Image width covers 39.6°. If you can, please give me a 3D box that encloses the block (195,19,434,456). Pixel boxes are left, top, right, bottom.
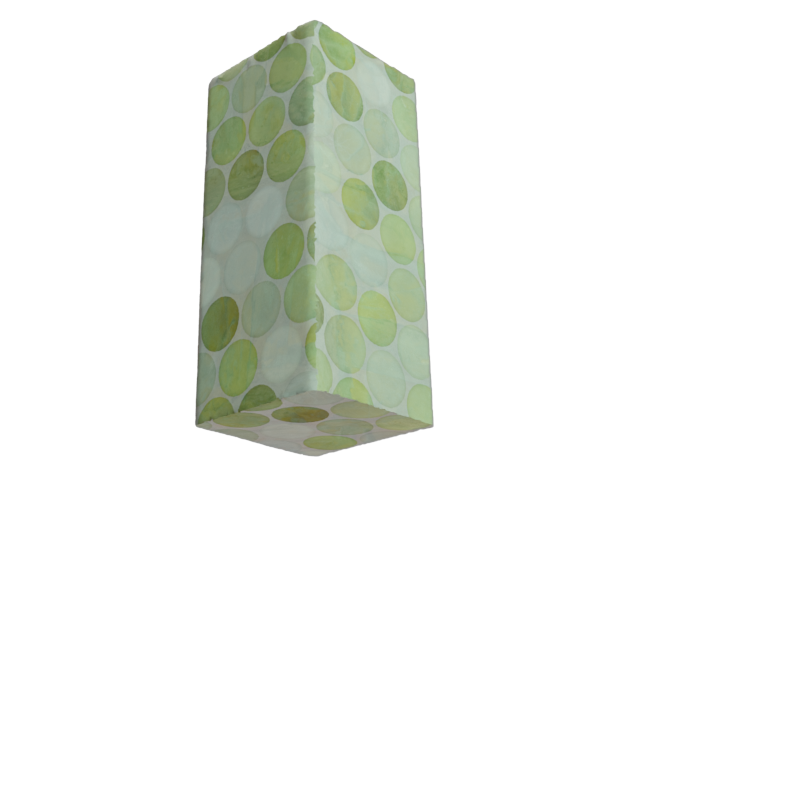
[{"bbox_3d":[-0.048,-0.086,0.602,0.091,0.217,0.085,-21,-30,38],"label":"block"}]
